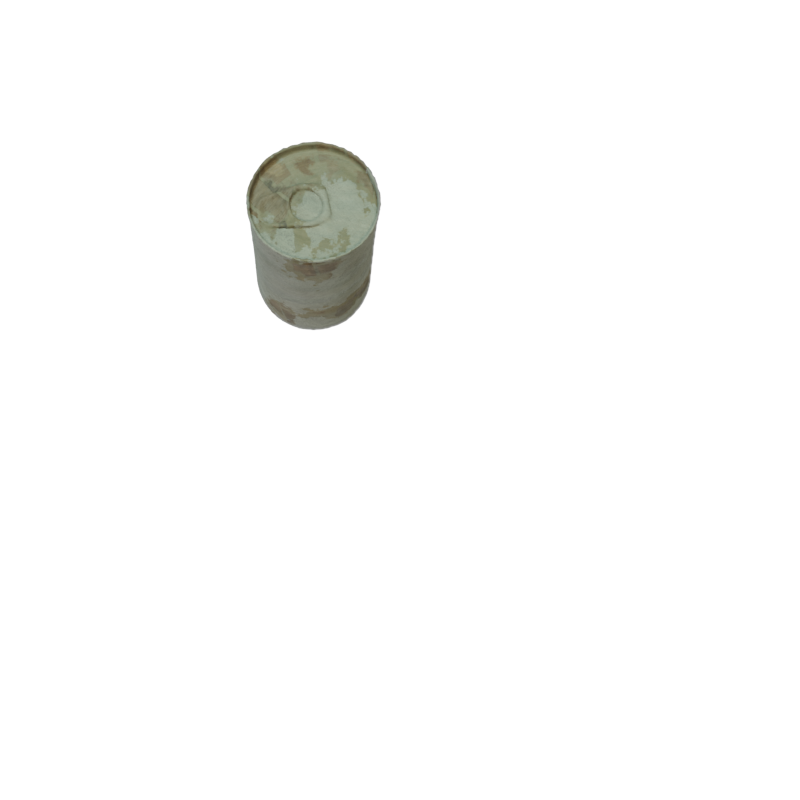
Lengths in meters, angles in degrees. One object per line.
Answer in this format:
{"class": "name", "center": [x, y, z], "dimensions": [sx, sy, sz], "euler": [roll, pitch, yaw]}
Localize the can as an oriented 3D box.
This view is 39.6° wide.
{"class": "can", "center": [-0.047, -0.086, 0.603], "dimensions": [0.068, 0.072, 0.097], "euler": [0, -20, -3]}
